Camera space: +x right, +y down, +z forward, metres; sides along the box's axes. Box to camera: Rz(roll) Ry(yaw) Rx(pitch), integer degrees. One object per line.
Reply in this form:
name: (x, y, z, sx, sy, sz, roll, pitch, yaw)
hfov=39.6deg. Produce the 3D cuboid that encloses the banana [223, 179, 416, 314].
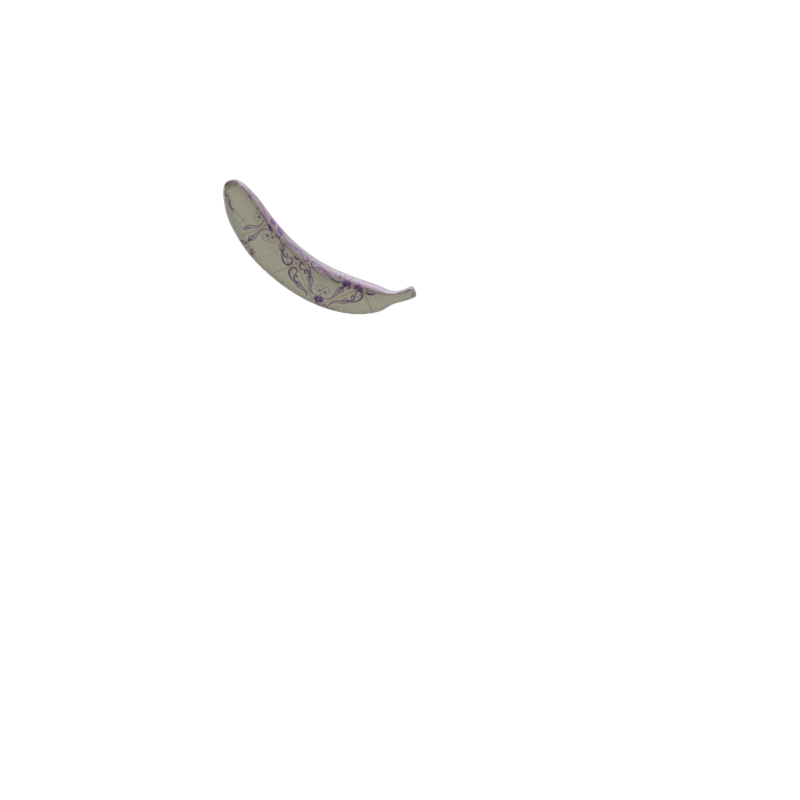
banana: (-0.084, -0.125, 0.983, 0.190, 0.068, 0.039, 29, 27, -17)
